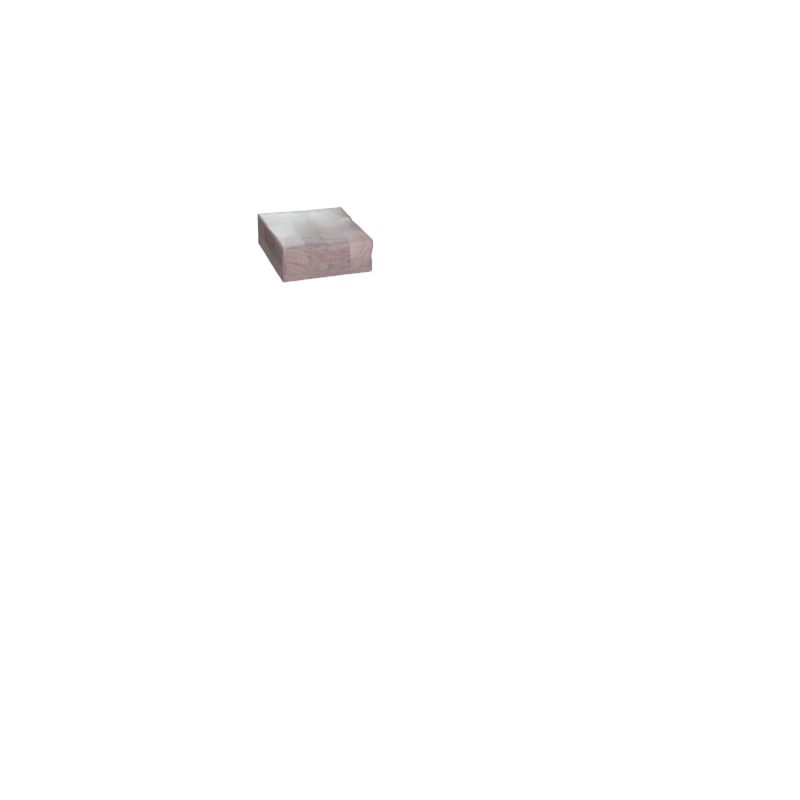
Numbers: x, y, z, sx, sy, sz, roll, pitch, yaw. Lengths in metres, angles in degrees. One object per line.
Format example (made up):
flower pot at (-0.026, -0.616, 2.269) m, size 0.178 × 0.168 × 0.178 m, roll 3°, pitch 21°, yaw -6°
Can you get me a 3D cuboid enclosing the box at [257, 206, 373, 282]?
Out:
box at (-0.069, -0.126, 0.885) m, size 0.072 × 0.029 × 0.095 m, roll -8°, pitch 28°, yaw -16°
